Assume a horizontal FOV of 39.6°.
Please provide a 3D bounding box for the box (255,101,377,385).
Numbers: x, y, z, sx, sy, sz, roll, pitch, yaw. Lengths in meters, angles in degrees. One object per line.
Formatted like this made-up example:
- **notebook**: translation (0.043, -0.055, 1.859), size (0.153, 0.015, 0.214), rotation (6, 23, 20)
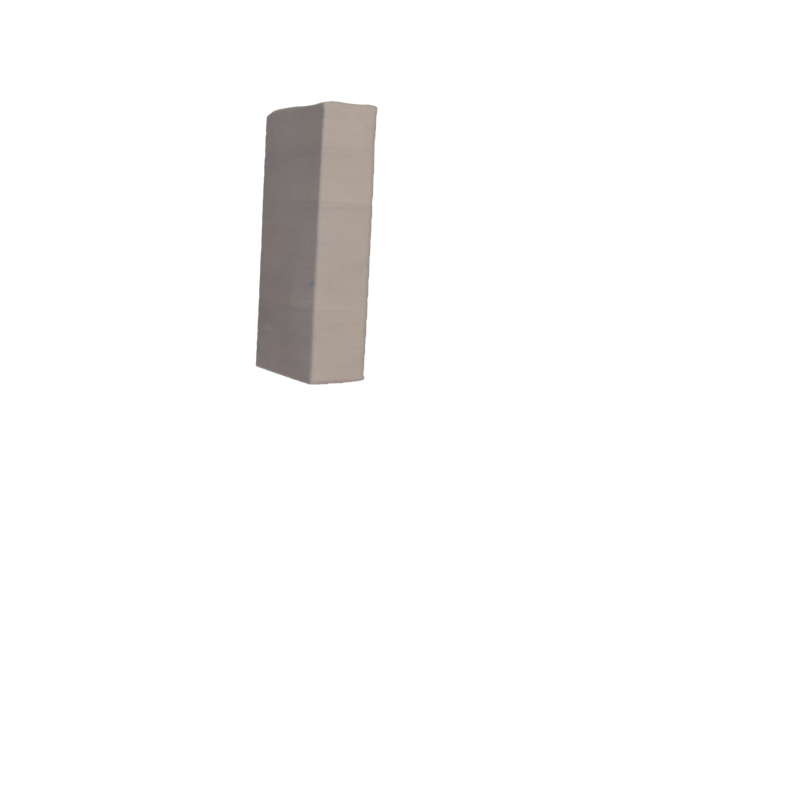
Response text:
- **box**: translation (-0.057, -0.104, 0.728), size (0.046, 0.175, 0.097), rotation (-1, 3, -29)
